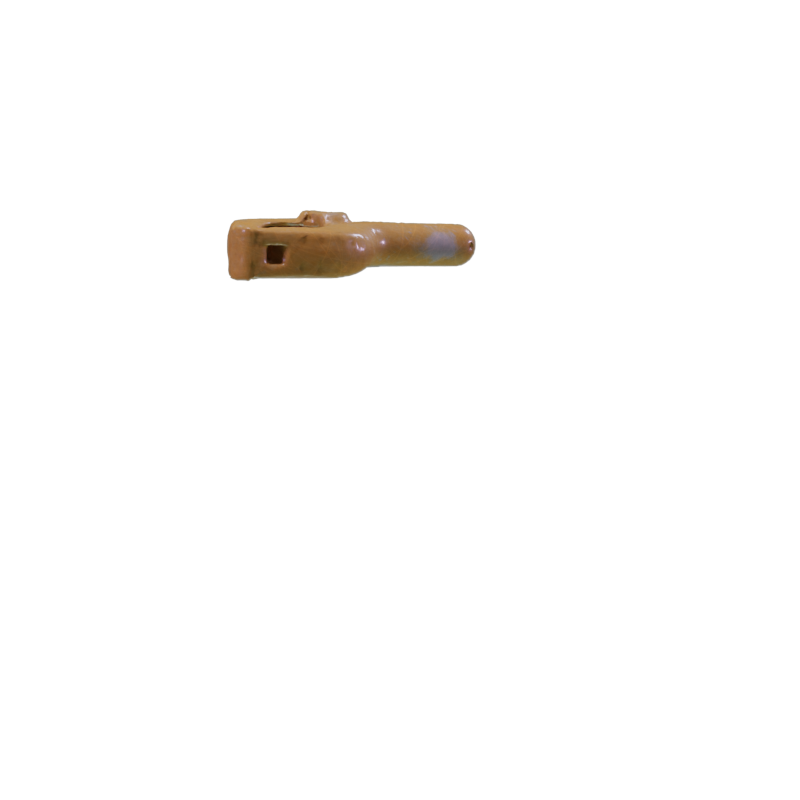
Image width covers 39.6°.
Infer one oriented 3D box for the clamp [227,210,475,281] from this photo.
[{"bbox_3d":[-0.049,-0.089,0.627,0.125,0.039,0.166,6,9,37],"label":"clamp"}]
